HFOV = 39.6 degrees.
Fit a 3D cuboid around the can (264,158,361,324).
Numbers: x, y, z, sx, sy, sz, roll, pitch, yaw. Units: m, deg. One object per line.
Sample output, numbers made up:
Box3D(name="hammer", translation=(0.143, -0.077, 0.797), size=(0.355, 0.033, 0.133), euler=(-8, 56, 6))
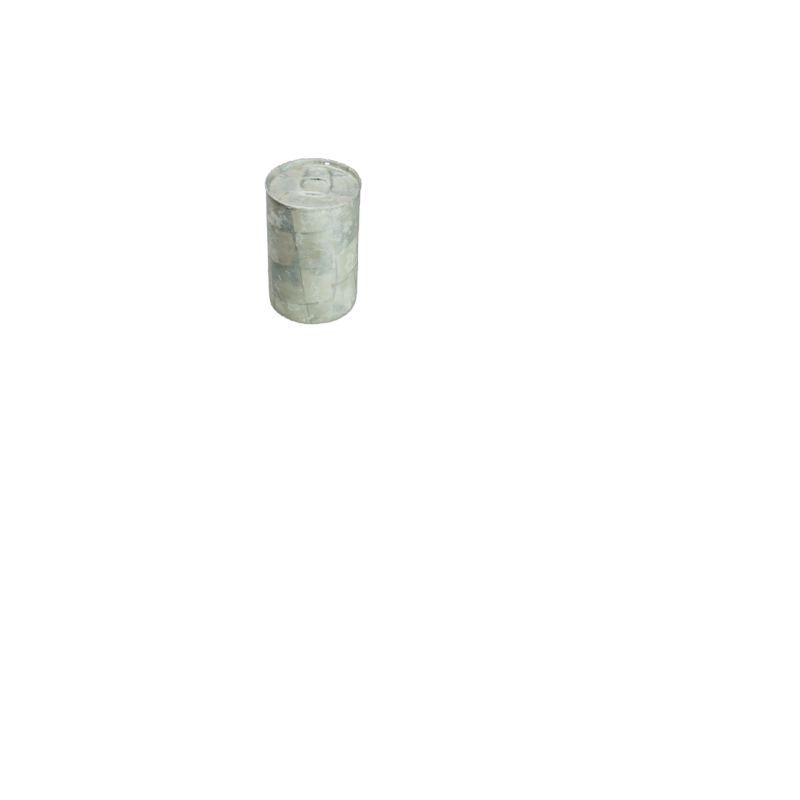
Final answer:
Box3D(name="can", translation=(-0.063, -0.114, 0.802), size=(0.068, 0.095, 0.073), euler=(0, 38, -3))
